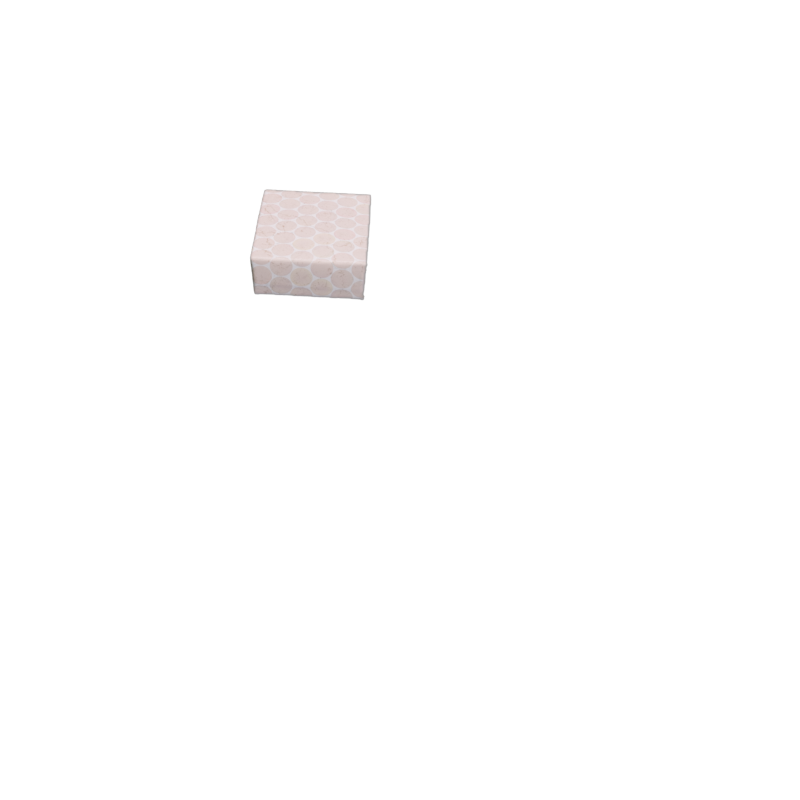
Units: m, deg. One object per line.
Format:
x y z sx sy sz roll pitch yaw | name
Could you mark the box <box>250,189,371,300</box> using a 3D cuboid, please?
-0.070 -0.127 0.887 0.090 0.036 0.121 1 38 1 | box
